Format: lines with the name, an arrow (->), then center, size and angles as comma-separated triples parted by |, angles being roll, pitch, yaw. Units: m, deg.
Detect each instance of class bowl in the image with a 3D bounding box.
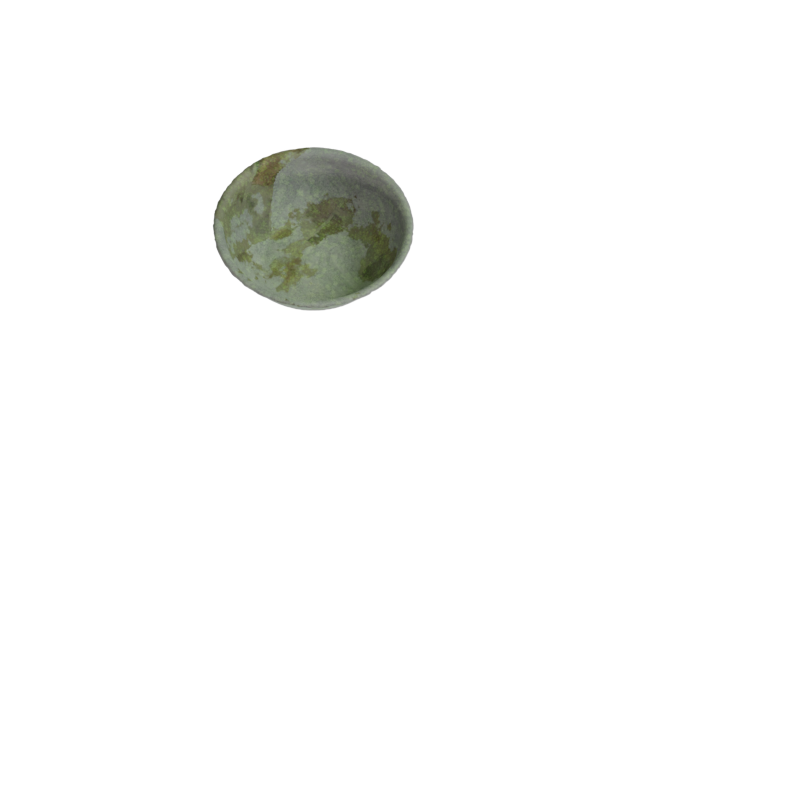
bowl -> -0.071, -0.130, 0.912 | 0.162, 0.173, 0.051 | -1, -34, -1
